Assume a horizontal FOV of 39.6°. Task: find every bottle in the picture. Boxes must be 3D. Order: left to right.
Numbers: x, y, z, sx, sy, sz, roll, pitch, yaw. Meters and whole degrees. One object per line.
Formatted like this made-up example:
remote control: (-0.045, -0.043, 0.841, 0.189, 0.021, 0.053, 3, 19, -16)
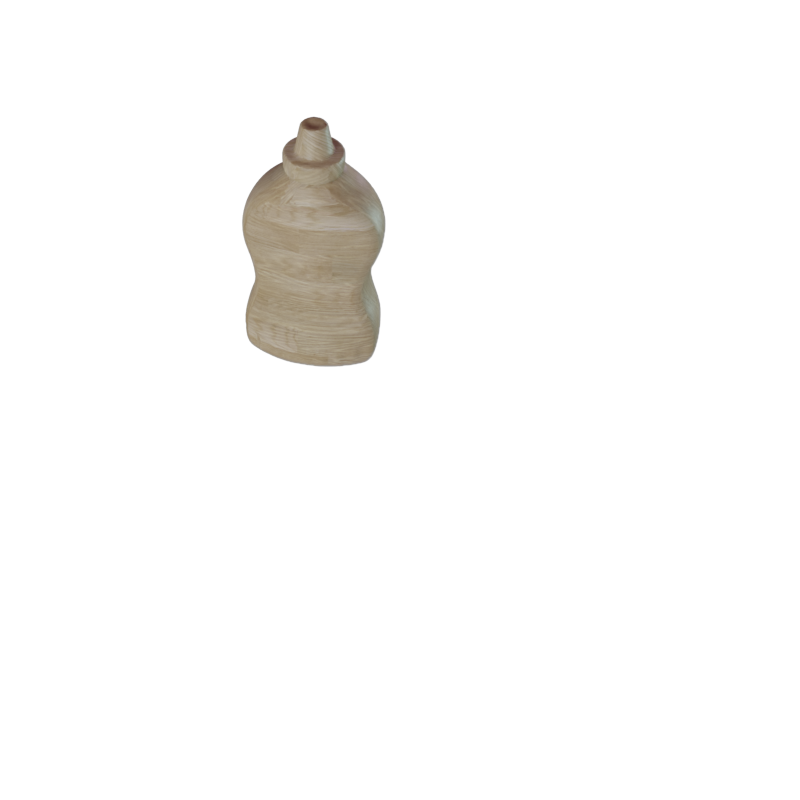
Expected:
bottle: (-0.059, -0.109, 0.759, 0.097, 0.179, 0.062, 11, 44, 8)
